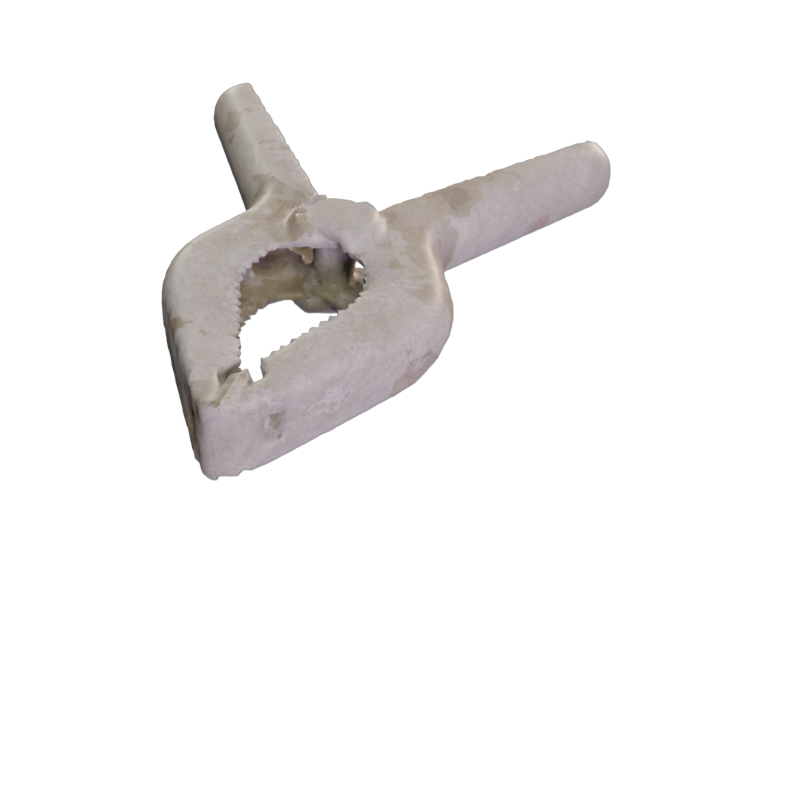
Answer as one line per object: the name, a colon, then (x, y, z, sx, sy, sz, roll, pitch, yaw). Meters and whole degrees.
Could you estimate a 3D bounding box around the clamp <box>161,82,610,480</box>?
clamp: (-0.030, -0.056, 0.390, 0.171, 0.034, 0.216, 15, 40, 19)
